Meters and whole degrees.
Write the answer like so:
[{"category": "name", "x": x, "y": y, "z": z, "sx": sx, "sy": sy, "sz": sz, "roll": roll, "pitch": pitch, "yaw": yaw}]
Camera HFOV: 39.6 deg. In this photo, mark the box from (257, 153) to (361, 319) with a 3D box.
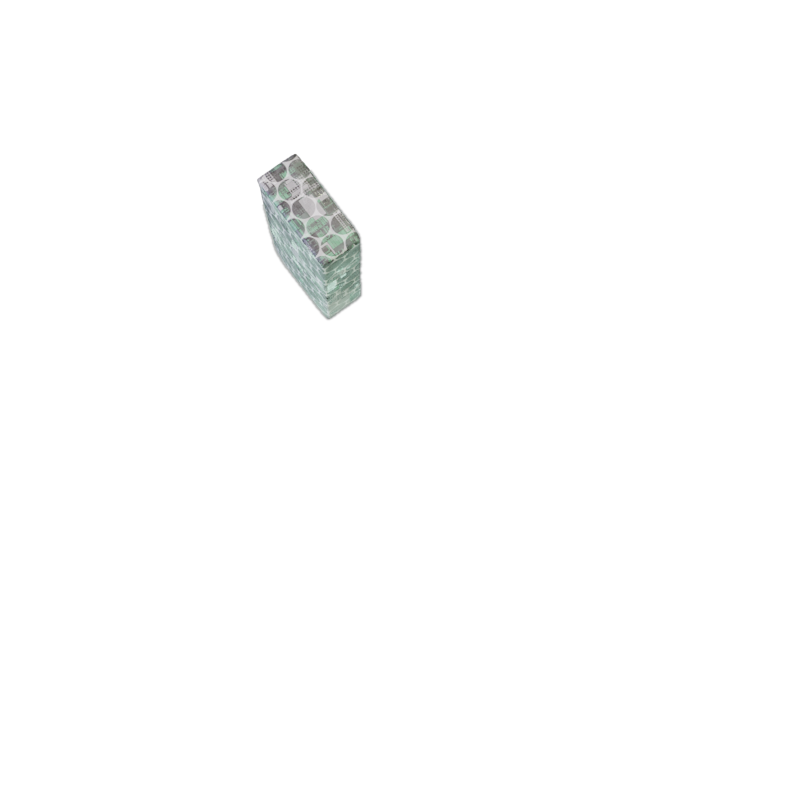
[{"category": "box", "x": -0.074, "y": -0.136, "z": 0.954, "sx": 0.048, "sy": 0.096, "sz": 0.170, "roll": -35, "pitch": -9, "yaw": -10}]
